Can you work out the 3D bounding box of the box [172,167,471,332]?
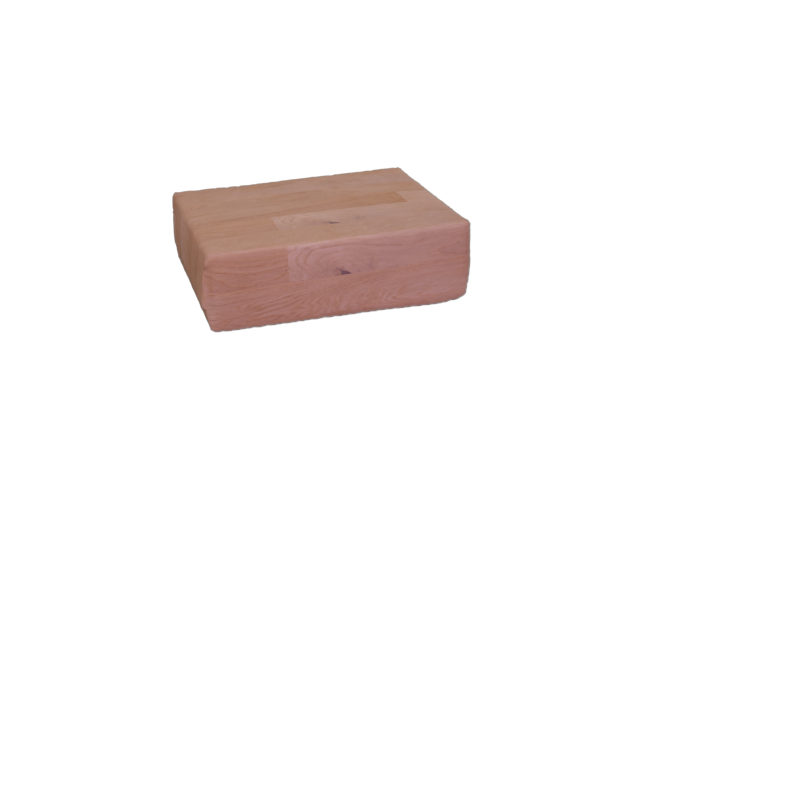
[{"bbox_3d":[-0.038,-0.069,0.483,0.112,0.037,0.096,-8,27,-15],"label":"box"}]
